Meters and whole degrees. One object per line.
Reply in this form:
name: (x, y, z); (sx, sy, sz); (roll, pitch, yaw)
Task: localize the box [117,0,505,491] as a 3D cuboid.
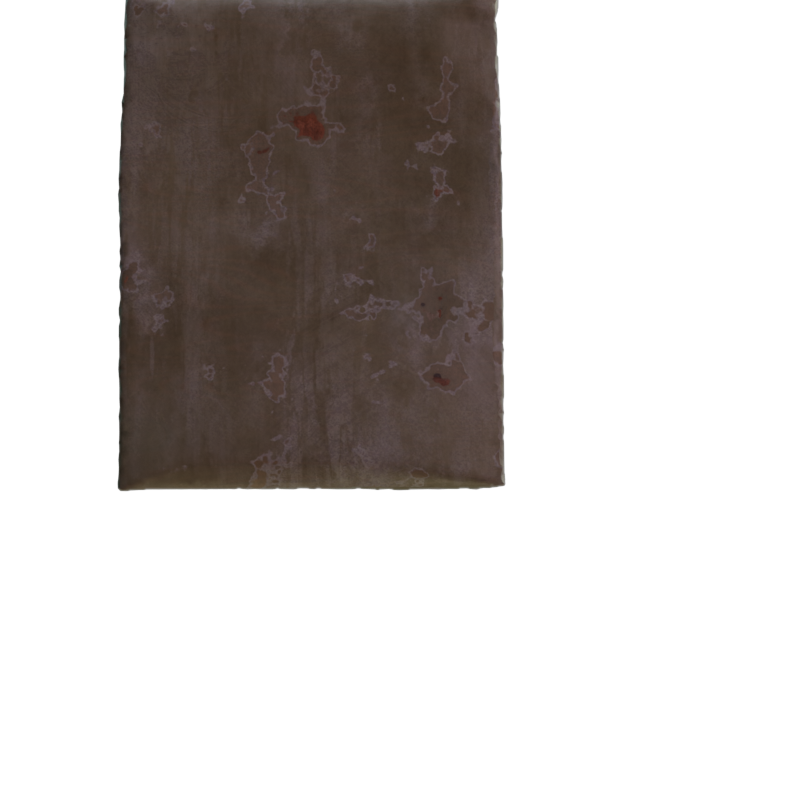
box: (-0.038, -0.070, 0.490); (0.164, 0.216, 0.071); (0, -3, 1)
